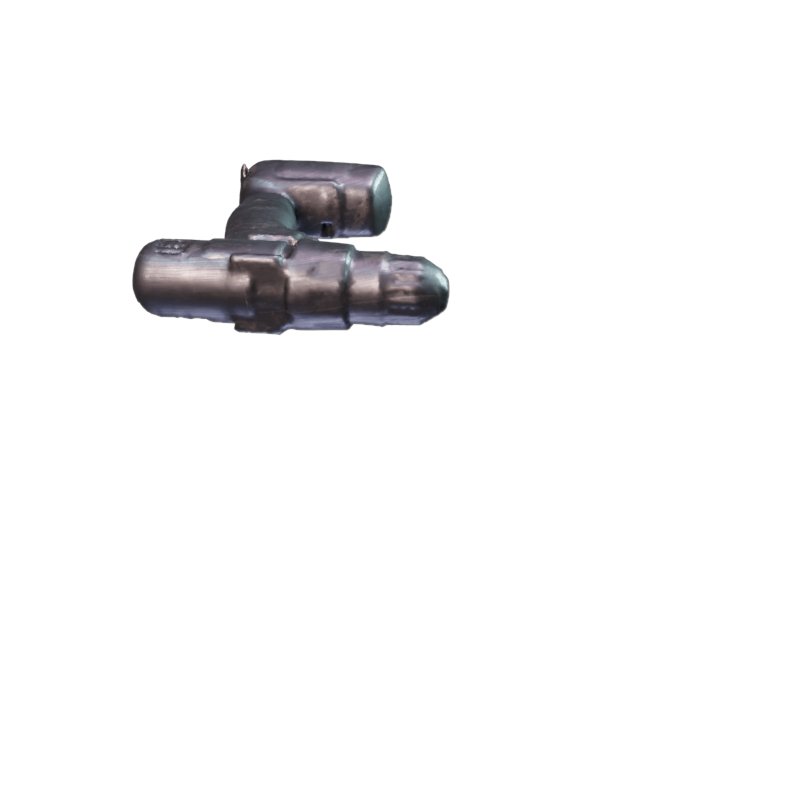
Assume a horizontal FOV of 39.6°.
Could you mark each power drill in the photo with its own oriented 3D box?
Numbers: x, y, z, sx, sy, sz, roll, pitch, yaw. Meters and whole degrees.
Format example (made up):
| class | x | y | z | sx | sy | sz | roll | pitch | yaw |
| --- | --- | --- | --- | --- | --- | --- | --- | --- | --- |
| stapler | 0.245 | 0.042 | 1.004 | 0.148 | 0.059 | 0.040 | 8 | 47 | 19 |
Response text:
| class | x | y | z | sx | sy | sz | roll | pitch | yaw |
| --- | --- | --- | --- | --- | --- | --- | --- | --- | --- |
| power drill | -0.055 | -0.100 | 0.699 | 0.187 | 0.055 | 0.194 | 4 | 26 | 9 |
